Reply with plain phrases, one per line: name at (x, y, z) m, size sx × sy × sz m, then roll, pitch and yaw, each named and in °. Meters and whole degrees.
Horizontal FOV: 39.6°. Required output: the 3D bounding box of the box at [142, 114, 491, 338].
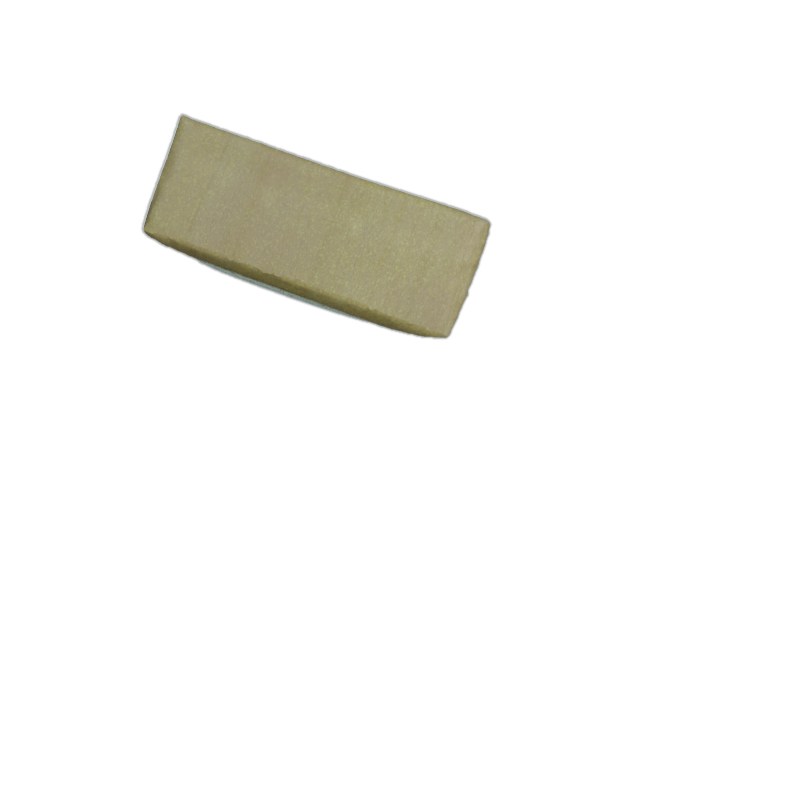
box at (-0.051, -0.092, 0.645) m, size 0.164 × 0.072 × 0.215 m, roll 19°, pitch 3°, yaw -3°
